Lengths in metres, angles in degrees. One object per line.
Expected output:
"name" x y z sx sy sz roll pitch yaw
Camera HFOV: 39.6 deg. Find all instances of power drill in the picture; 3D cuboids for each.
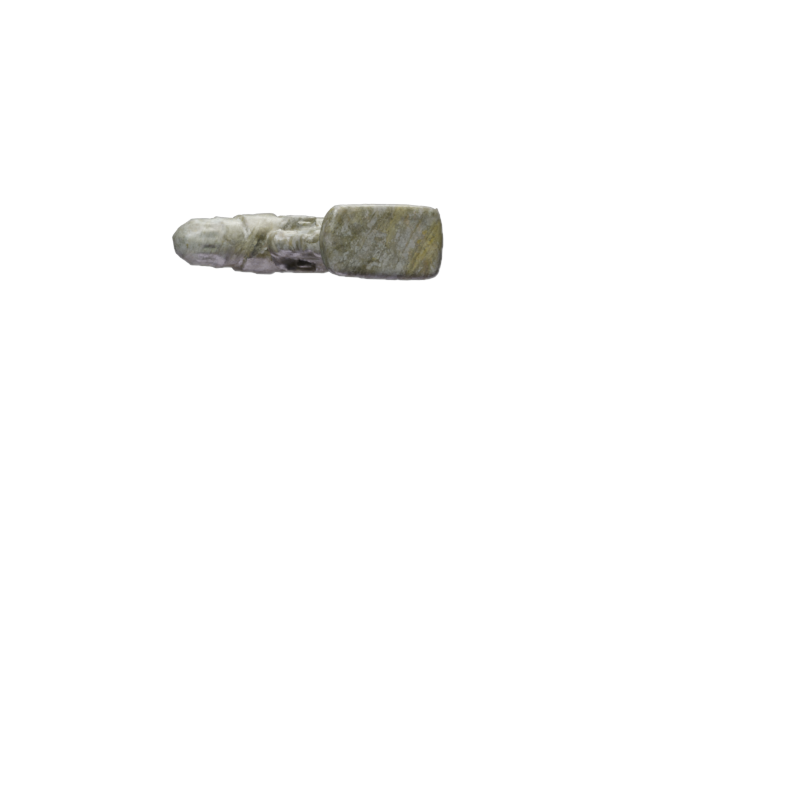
"power drill" -0.070 -0.127 0.890 0.179 0.057 0.195 -5 9 -30
